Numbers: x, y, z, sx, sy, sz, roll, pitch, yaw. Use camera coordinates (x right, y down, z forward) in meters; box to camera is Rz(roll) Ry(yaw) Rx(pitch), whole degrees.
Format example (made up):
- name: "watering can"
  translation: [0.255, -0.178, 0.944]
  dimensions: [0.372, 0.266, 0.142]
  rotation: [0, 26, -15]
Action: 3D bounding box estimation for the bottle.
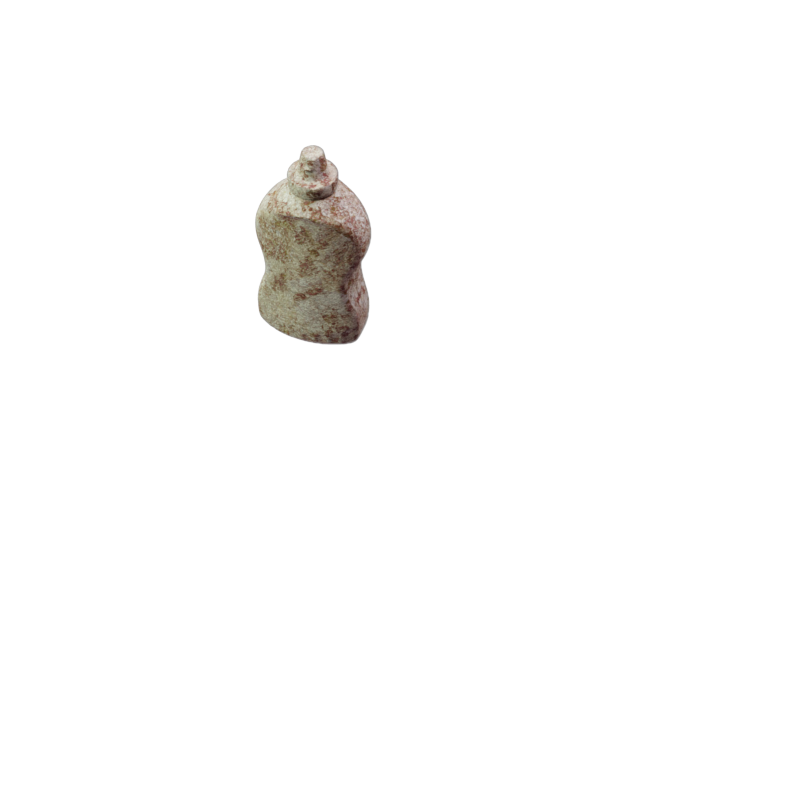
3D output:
- name: "bottle"
  translation: [-0.072, -0.132, 0.924]
  dimensions: [0.099, 0.179, 0.061]
  rotation: [18, 48, 13]
